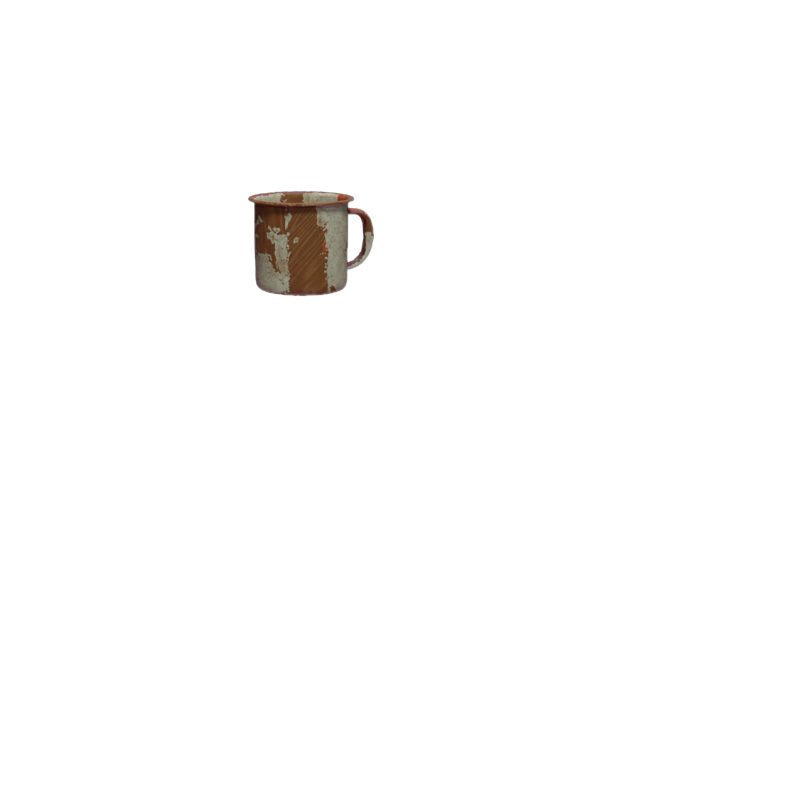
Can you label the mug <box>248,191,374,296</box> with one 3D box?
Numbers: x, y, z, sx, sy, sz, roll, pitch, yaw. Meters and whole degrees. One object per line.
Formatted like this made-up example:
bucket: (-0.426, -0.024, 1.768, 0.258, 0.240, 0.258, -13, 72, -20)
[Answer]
mug: (-0.077, -0.140, 0.980, 0.114, 0.079, 0.098, -8, 16, -29)
